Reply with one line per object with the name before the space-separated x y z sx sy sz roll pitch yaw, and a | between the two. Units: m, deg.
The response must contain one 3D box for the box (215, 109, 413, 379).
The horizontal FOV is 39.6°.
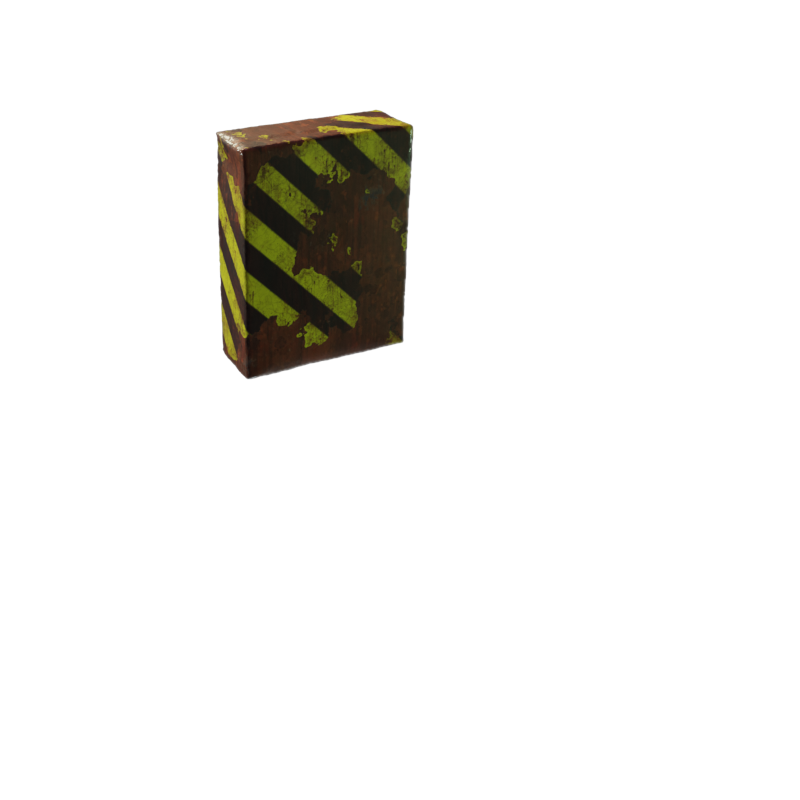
box | -0.078 -0.141 0.990 0.161 0.203 0.077 -12 27 -27
